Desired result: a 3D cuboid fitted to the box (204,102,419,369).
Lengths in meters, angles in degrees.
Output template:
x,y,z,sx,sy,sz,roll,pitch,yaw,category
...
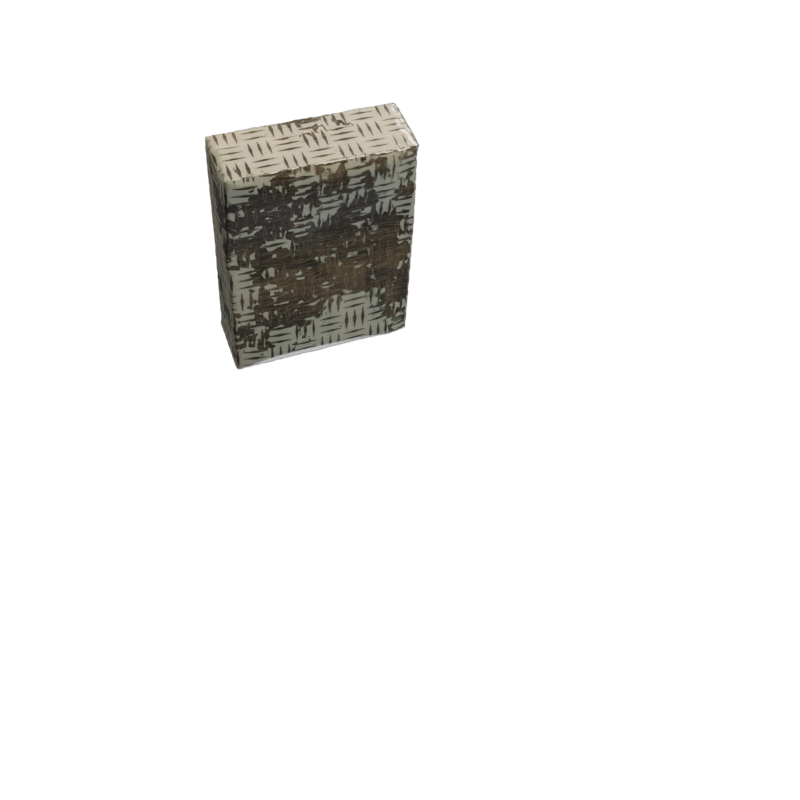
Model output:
x,y,z,sx,sy,sz,roll,pitch,yaw,category
-0.074,-0.135,0.945,0.162,0.199,0.078,-13,48,-15,box
